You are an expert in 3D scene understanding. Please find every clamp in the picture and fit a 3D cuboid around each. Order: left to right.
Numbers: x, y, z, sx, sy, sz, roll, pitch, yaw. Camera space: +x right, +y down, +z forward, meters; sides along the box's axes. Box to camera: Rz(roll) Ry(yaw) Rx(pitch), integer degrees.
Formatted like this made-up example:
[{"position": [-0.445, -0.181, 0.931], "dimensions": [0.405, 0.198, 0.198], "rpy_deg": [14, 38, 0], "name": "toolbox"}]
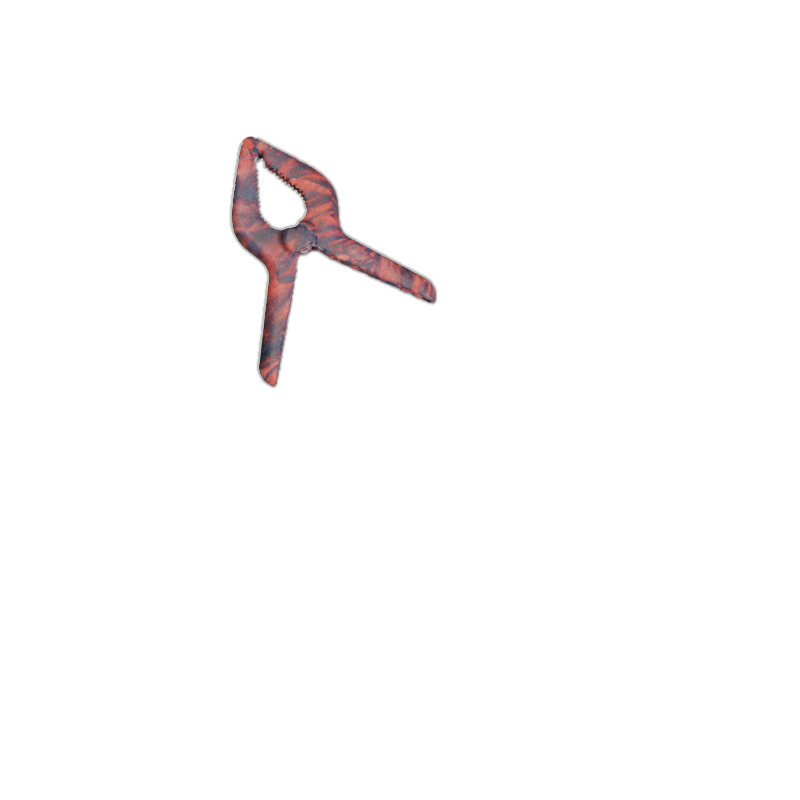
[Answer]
[{"position": [-0.075, -0.136, 0.955], "dimensions": [0.164, 0.217, 0.035], "rpy_deg": [-21, -11, -4], "name": "clamp"}]
